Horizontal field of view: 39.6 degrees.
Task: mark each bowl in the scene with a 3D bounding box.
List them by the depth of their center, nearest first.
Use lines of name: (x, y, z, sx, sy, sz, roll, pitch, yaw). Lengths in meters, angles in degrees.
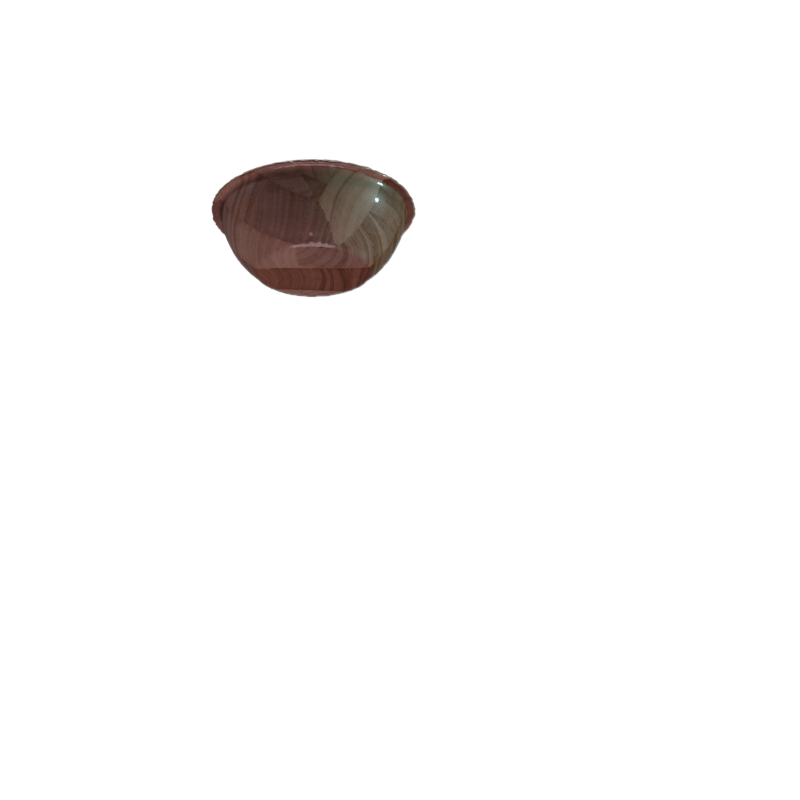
bowl: (-0.068, -0.124, 0.870, 0.162, 0.058, 0.154, 1, -22, -2)
